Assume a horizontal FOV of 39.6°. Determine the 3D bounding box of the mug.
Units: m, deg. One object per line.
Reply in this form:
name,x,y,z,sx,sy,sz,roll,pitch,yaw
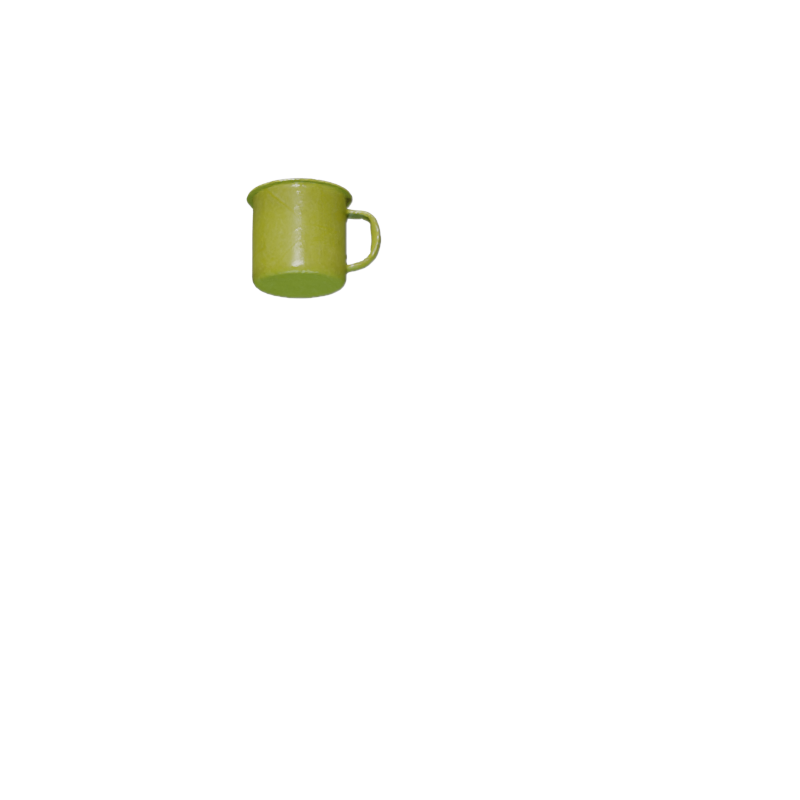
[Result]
mug,-0.075,-0.137,0.960,0.117,0.085,0.090,0,-16,-2
